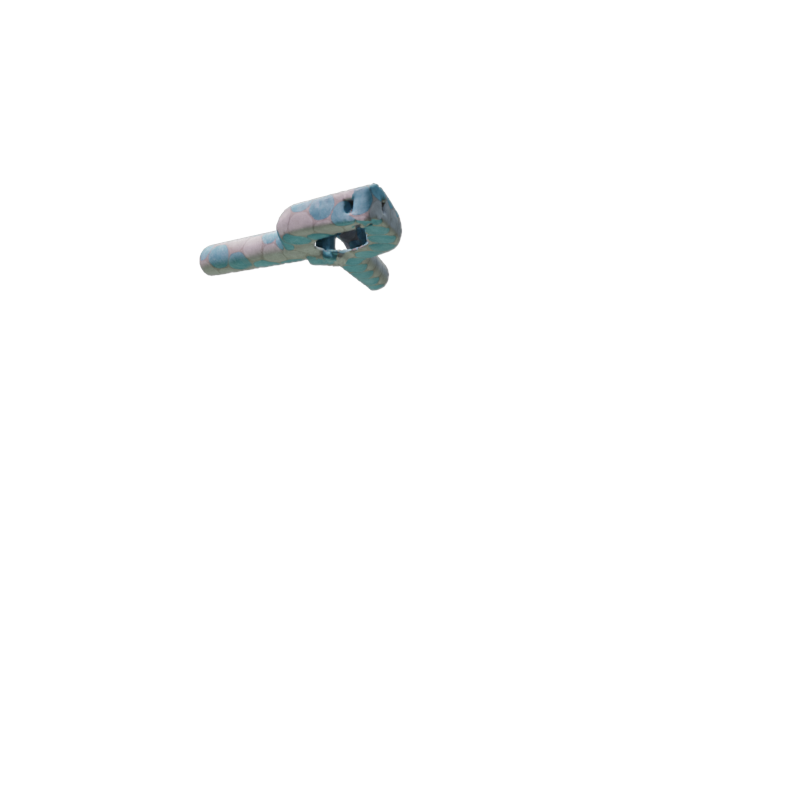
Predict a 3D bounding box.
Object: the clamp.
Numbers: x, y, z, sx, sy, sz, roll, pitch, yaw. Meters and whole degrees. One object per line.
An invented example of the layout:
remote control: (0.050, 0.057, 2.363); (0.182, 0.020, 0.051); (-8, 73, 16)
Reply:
clamp: (-0.067, -0.123, 0.862); (0.162, 0.037, 0.207); (2, -9, -13)
